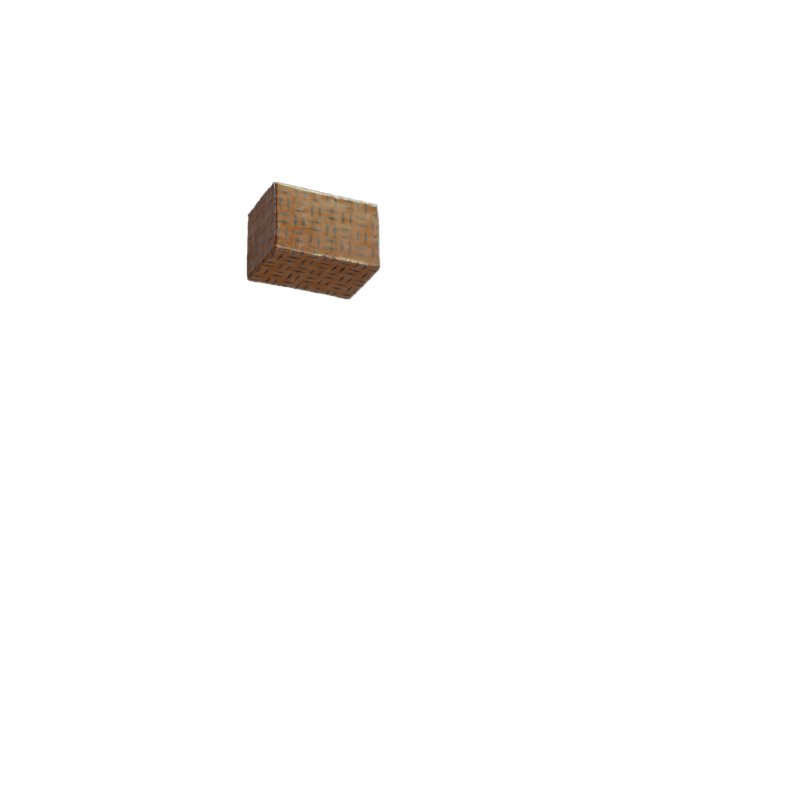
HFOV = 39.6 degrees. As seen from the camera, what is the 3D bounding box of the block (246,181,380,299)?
[{"bbox_3d":[-0.058,-0.107,0.747,0.075,0.054,0.052,10,-27,-23],"label":"block"}]
